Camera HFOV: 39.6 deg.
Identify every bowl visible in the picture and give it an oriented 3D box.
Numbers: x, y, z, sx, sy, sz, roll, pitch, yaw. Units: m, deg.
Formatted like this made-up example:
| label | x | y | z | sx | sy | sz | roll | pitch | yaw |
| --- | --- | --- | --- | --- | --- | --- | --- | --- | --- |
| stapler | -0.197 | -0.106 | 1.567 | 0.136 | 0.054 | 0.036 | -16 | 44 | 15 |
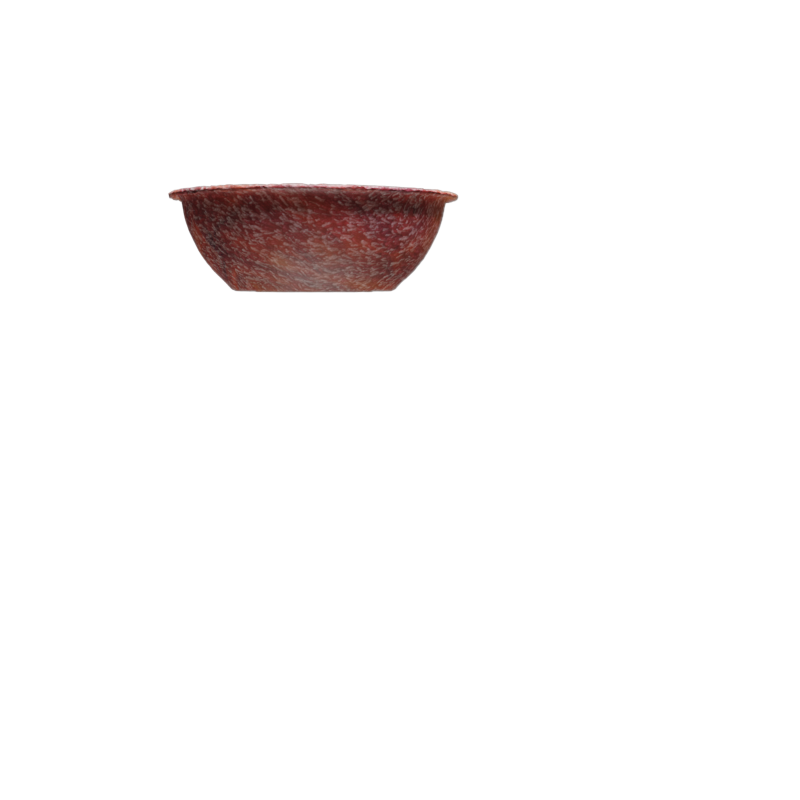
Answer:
| label | x | y | z | sx | sy | sz | roll | pitch | yaw |
| --- | --- | --- | --- | --- | --- | --- | --- | --- | --- |
| bowl | -0.048 | -0.088 | 0.619 | 0.162 | 0.055 | 0.163 | 0 | 6 | -2 |
